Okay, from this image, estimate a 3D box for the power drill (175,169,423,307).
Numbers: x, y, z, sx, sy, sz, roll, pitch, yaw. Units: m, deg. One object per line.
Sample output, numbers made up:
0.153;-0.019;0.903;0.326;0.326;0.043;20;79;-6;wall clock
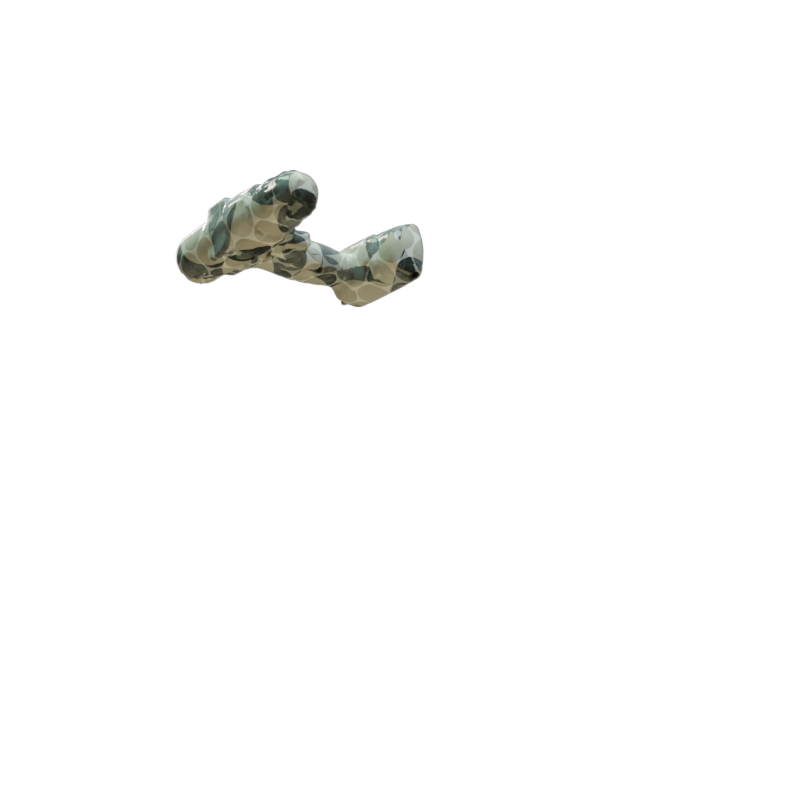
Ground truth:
-0.074;-0.135;0.947;0.178;0.060;0.186;11;-18;-35;power drill
